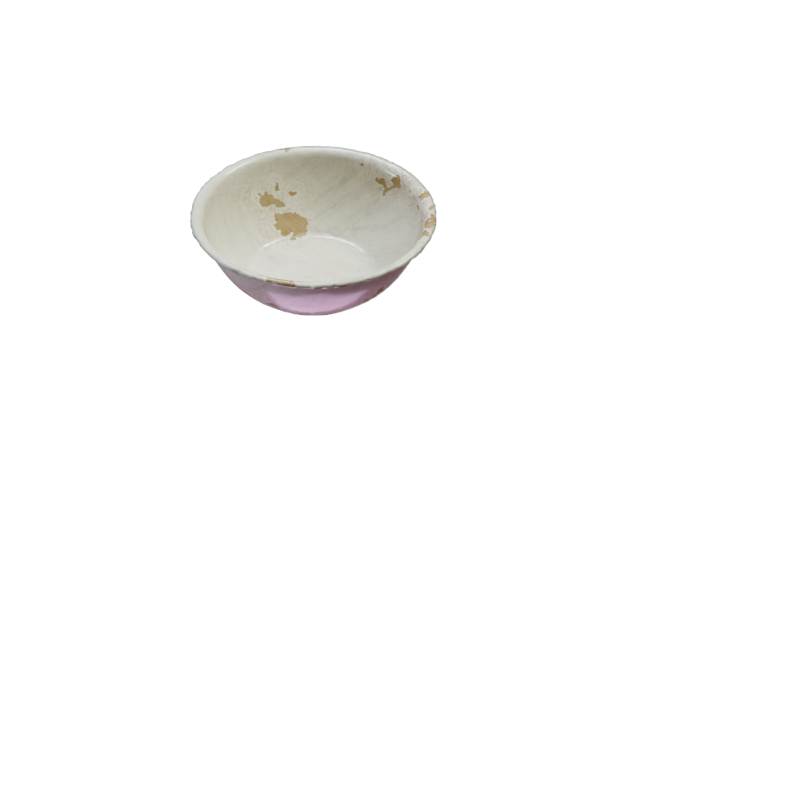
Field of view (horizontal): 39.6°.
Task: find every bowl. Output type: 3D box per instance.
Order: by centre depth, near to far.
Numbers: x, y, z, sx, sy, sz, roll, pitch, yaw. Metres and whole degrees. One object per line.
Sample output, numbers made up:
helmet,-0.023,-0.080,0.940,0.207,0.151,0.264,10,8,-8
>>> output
bowl,-0.058,-0.106,0.743,0.162,0.051,0.174,-1,41,-2
